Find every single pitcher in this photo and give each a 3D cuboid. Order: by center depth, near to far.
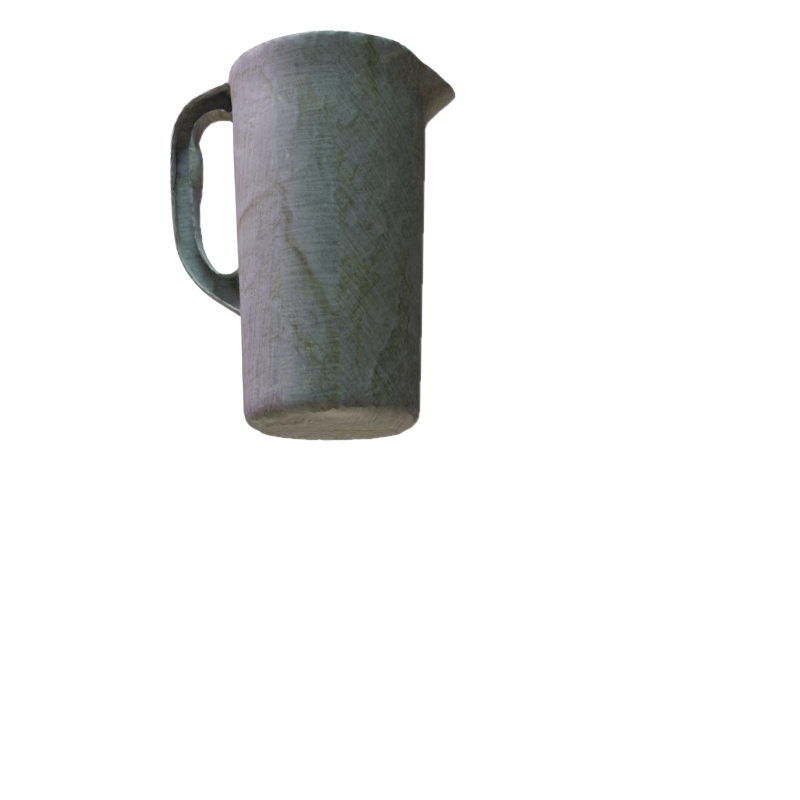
[{"bbox_3d":[-0.056,-0.101,0.710,0.138,0.252,0.151,11,-18,-38],"label":"pitcher"}]
